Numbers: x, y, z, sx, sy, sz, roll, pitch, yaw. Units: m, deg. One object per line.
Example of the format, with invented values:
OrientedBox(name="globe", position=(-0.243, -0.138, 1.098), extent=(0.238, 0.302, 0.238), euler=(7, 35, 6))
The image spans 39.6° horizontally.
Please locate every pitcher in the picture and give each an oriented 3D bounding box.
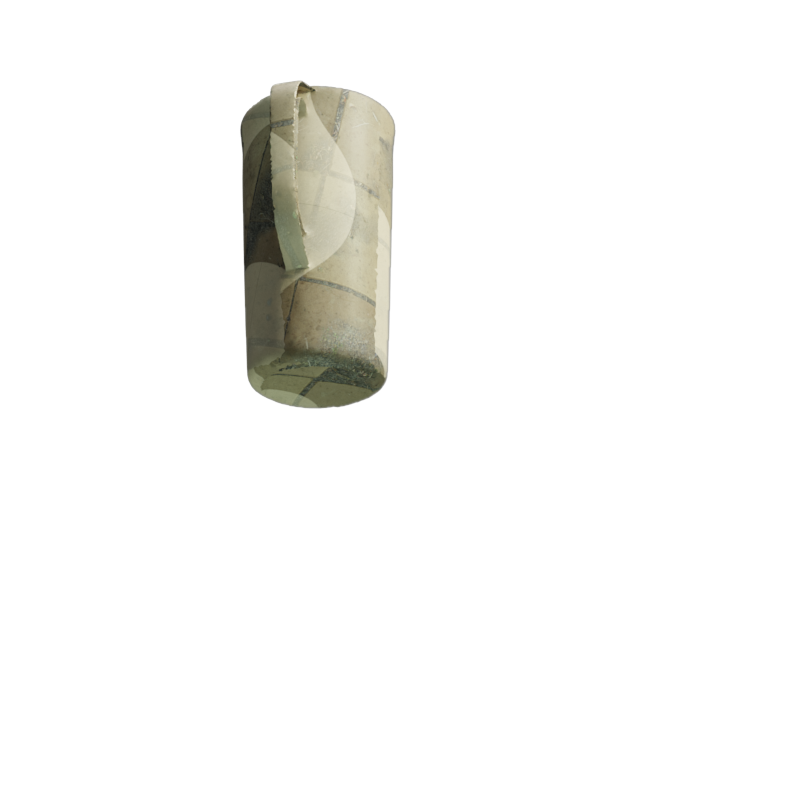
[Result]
OrientedBox(name="pitcher", position=(-0.070, -0.127, 0.892), extent=(0.142, 0.258, 0.143), euler=(15, -31, -30))
